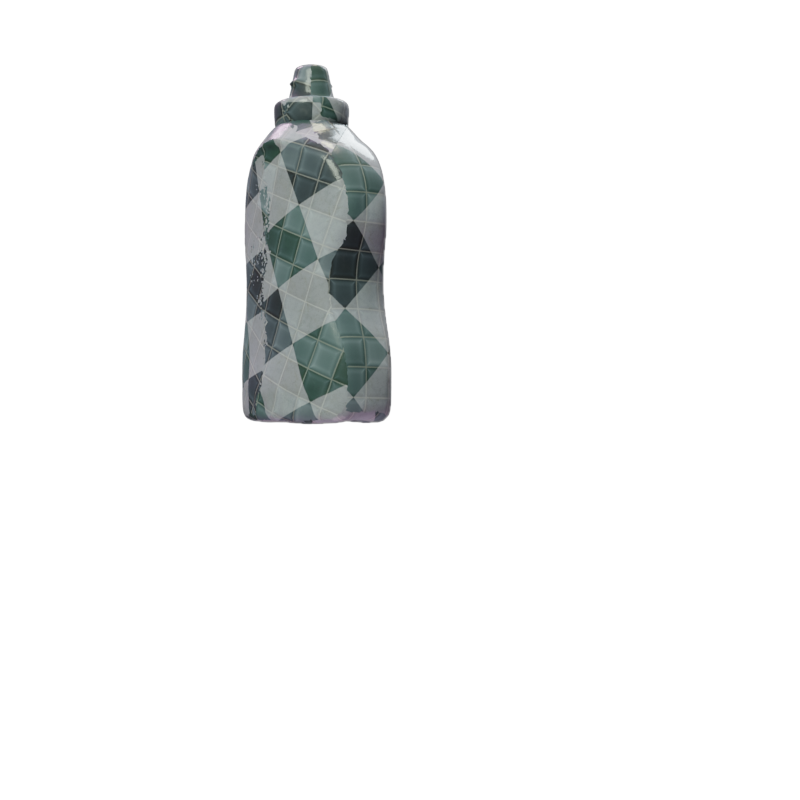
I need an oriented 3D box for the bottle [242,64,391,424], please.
[{"bbox_3d":[-0.047,-0.085,0.595,0.056,0.195,0.098,5,-8,-37],"label":"bottle"}]
